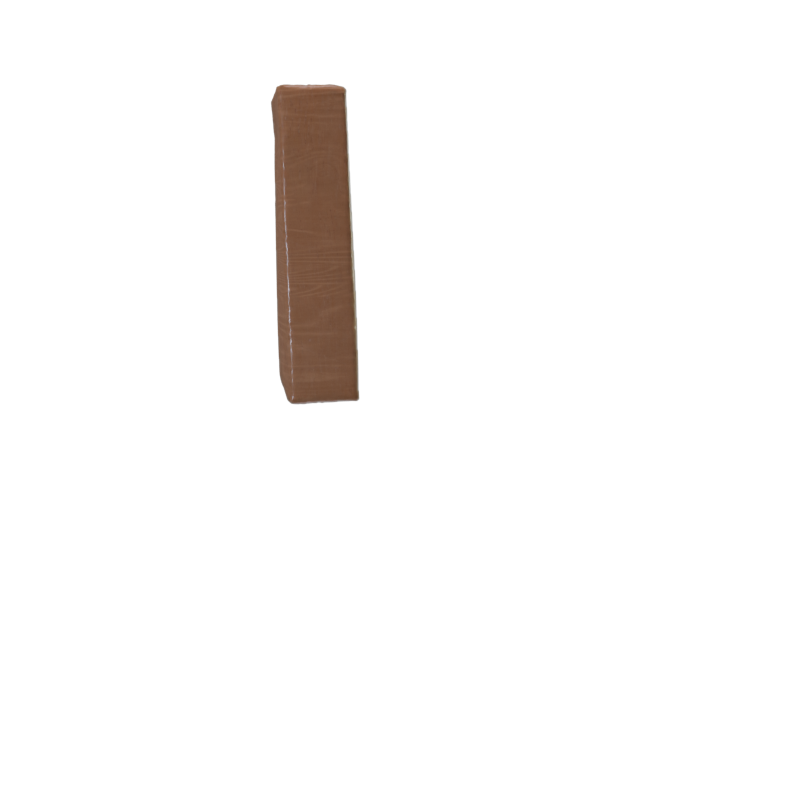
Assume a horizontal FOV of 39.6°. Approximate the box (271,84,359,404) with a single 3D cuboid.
[{"bbox_3d":[-0.051,-0.093,0.651,0.048,0.175,0.095,0,4,-8],"label":"box"}]
